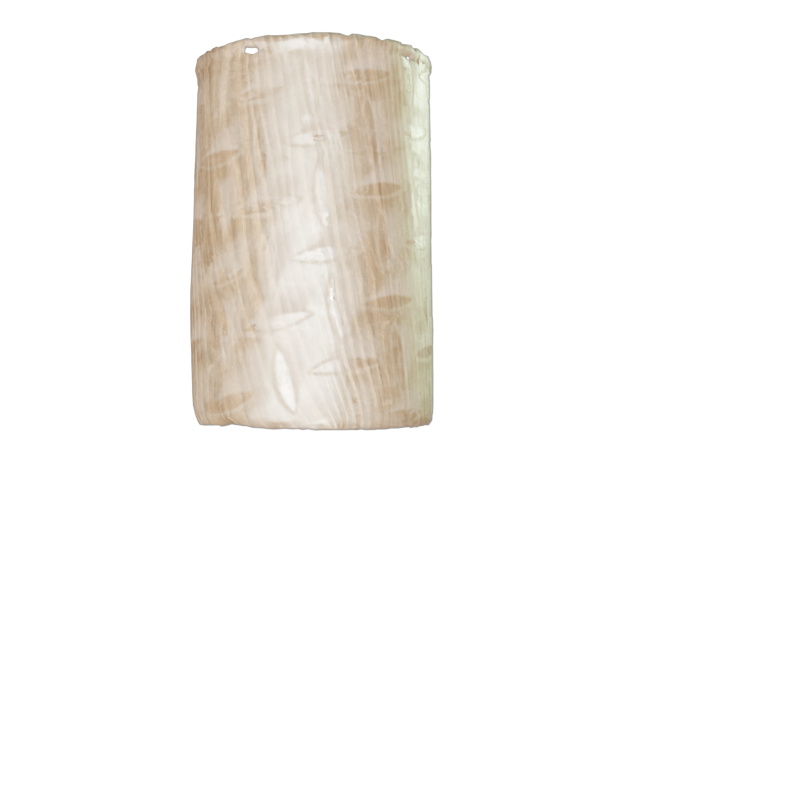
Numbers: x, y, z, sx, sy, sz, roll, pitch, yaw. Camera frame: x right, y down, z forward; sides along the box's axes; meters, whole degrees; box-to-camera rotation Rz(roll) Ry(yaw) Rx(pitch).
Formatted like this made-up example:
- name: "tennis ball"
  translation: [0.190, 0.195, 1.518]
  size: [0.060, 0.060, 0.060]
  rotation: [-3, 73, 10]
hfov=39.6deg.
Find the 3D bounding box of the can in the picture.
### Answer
- name: "can"
  translation: [-0.025, -0.045, 0.313]
  size: [0.068, 0.104, 0.068]
  rotation: [0, -4, -2]
